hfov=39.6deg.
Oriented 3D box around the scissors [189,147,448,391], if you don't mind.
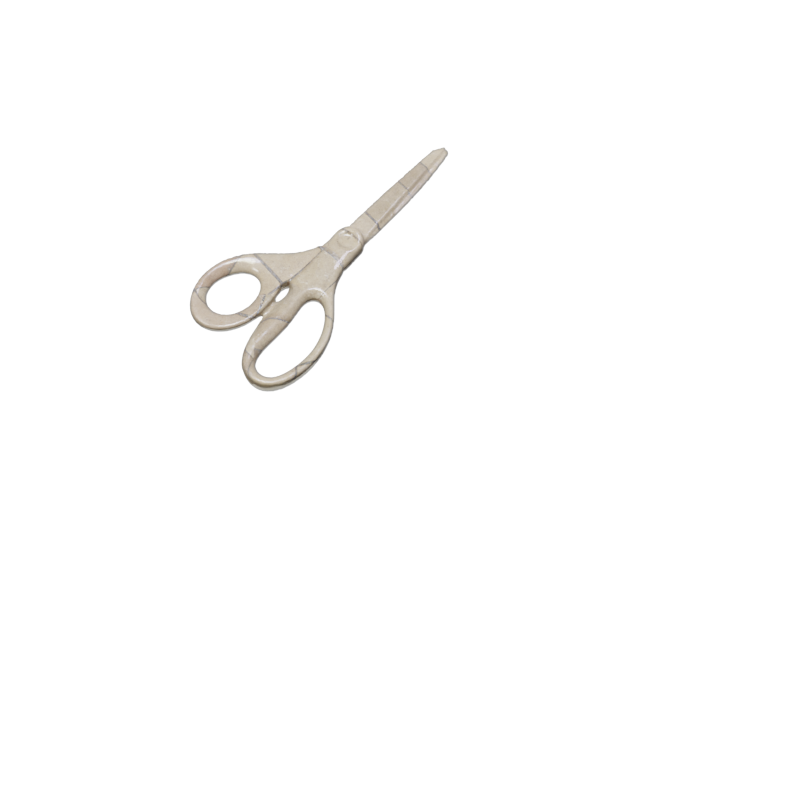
[{"bbox_3d":[-0.053,-0.097,0.678,0.099,0.209,0.015,21,-28,12],"label":"scissors"}]
